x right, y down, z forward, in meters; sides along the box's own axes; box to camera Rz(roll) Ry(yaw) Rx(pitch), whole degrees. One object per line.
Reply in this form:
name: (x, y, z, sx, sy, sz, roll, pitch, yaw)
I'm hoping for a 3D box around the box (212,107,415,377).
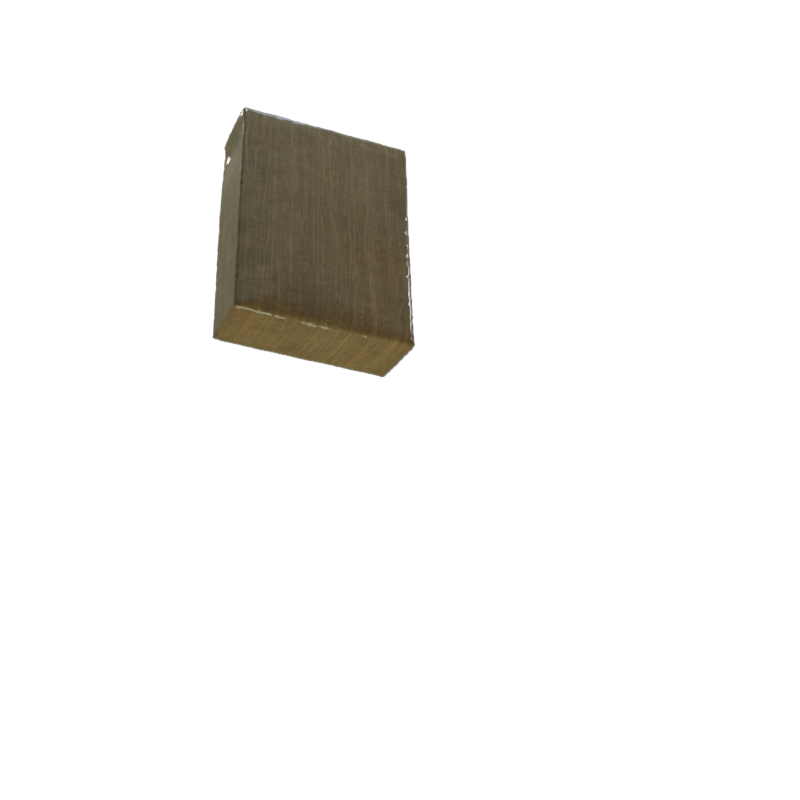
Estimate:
box: (-0.077, -0.140, 0.984, 0.159, 0.228, 0.069, 11, -35, -20)
